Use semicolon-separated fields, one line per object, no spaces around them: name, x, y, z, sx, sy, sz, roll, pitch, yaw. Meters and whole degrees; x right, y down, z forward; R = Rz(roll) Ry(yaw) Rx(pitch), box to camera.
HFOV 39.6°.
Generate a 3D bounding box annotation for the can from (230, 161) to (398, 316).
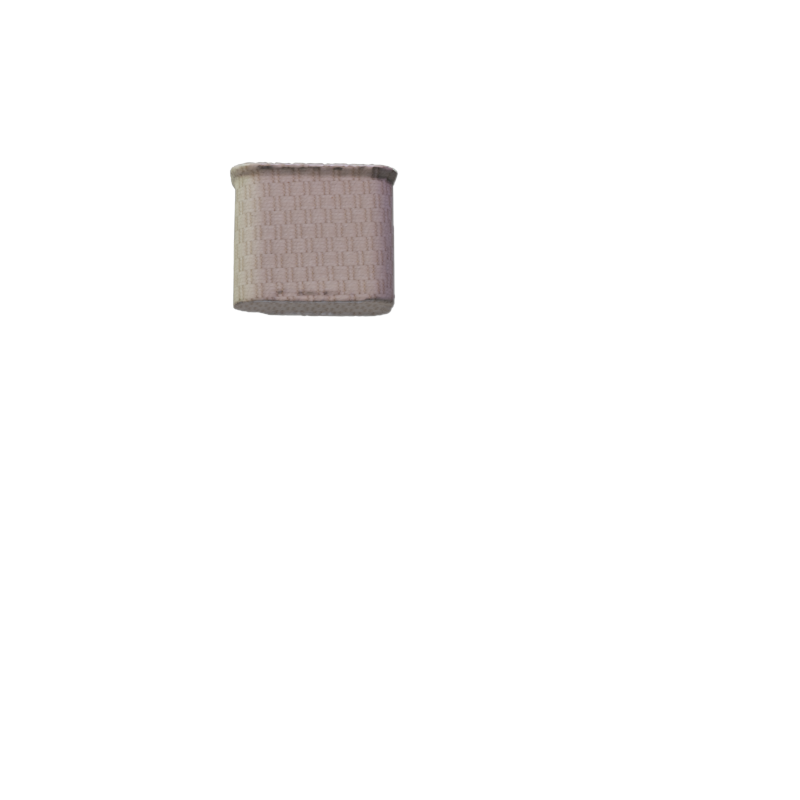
can;-0.053;-0.096;0.672;0.101;0.086;0.056;0;-10;-4
